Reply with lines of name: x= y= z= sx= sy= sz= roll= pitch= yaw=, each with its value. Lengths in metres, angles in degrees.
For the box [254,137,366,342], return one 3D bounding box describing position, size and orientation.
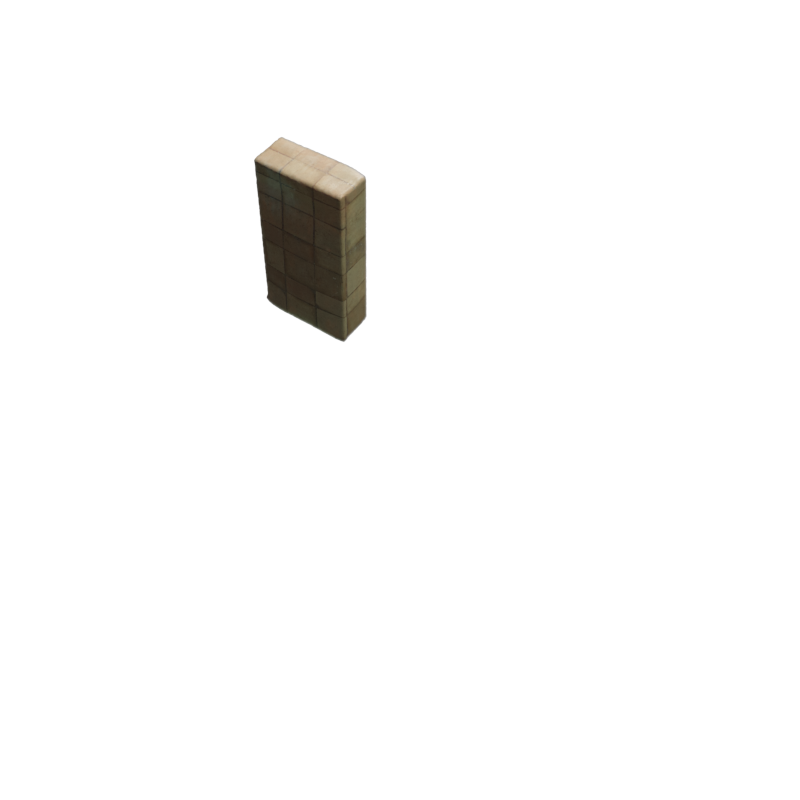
box: x=-0.076 y=-0.140 z=0.981 sx=0.098 sy=0.164 sz=0.049 roll=29 pitch=51 yaw=23
